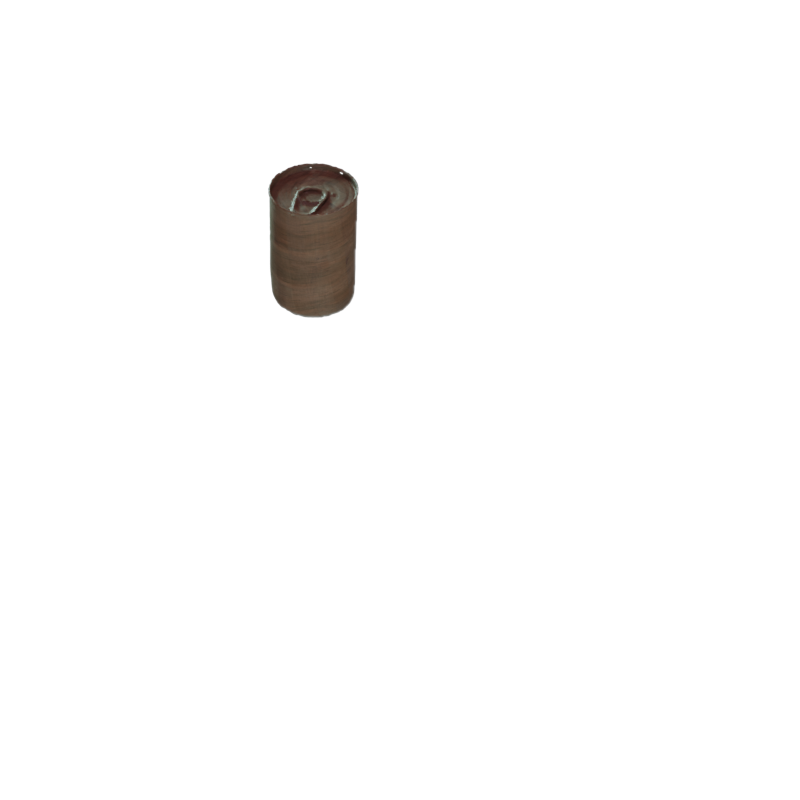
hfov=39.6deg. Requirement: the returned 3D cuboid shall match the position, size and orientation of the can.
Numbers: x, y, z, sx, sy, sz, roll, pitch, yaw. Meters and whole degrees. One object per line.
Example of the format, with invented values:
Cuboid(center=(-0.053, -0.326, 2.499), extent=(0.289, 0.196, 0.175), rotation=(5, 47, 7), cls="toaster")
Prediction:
Cuboid(center=(-0.067, -0.123, 0.862), extent=(0.068, 0.095, 0.073), rotation=(0, 41, -3), cls="can")
